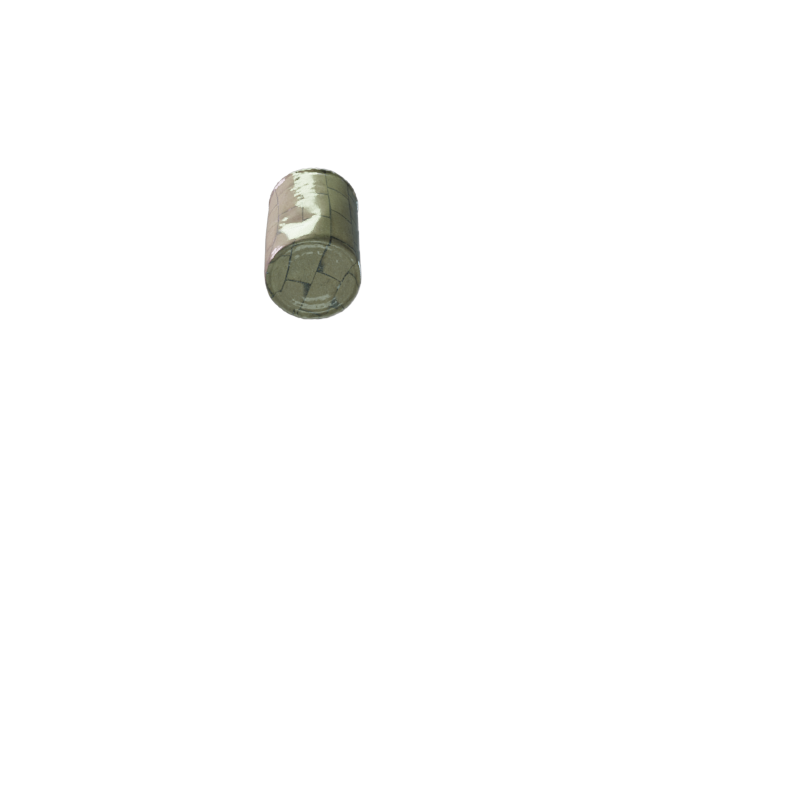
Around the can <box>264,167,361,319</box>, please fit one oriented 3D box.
[{"bbox_3d":[-0.062,-0.113,0.791,0.068,0.064,0.109,-1,36,-3],"label":"can"}]
